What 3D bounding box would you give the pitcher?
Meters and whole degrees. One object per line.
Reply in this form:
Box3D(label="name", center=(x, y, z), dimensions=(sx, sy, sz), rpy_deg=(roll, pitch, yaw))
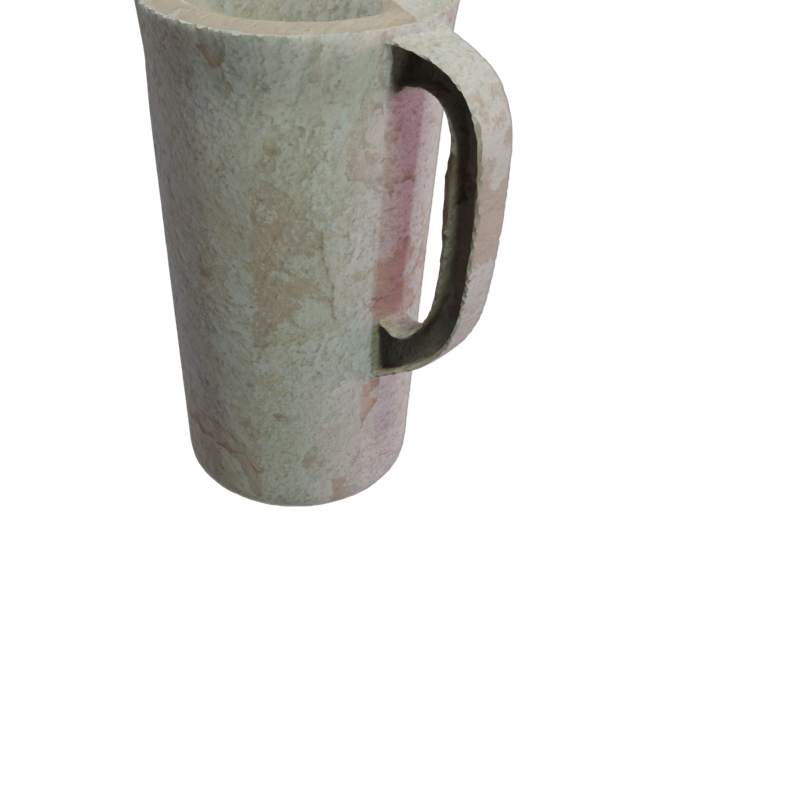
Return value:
Box3D(label="pitcher", center=(-0.039, -0.071, 0.498), dimensions=(0.144, 0.229, 0.159), rpy_deg=(-1, 31, -4))
